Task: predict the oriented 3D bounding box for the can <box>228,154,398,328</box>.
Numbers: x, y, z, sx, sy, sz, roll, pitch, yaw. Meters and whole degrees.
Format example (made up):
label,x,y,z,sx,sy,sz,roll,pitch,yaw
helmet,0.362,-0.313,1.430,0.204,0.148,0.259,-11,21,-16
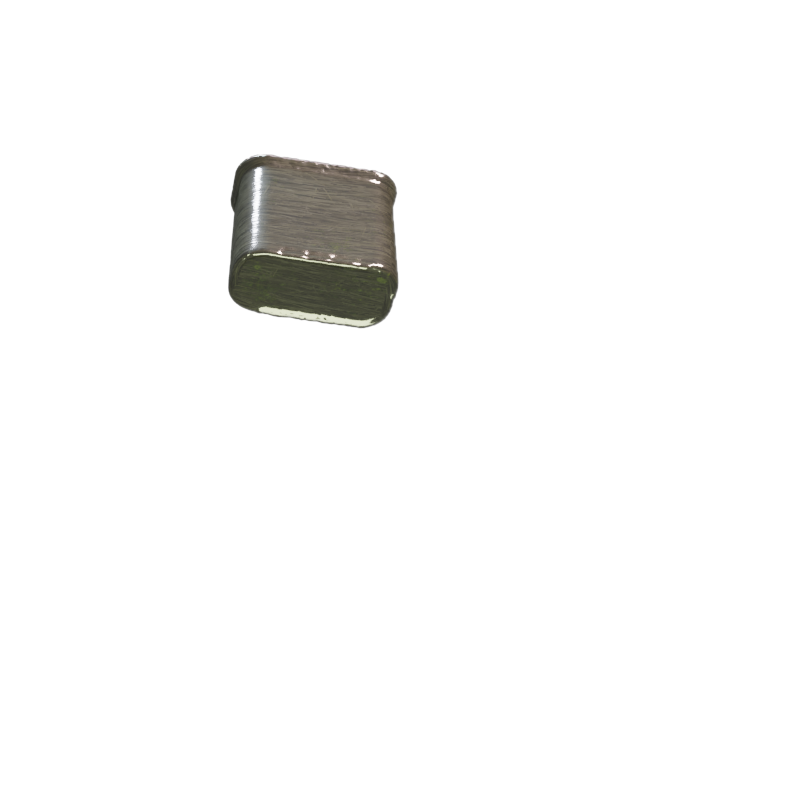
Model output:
label,x,y,z,sx,sy,sz,roll,pitch,yaw
can,-0.052,-0.095,0.665,0.100,0.090,0.054,7,-44,-9
